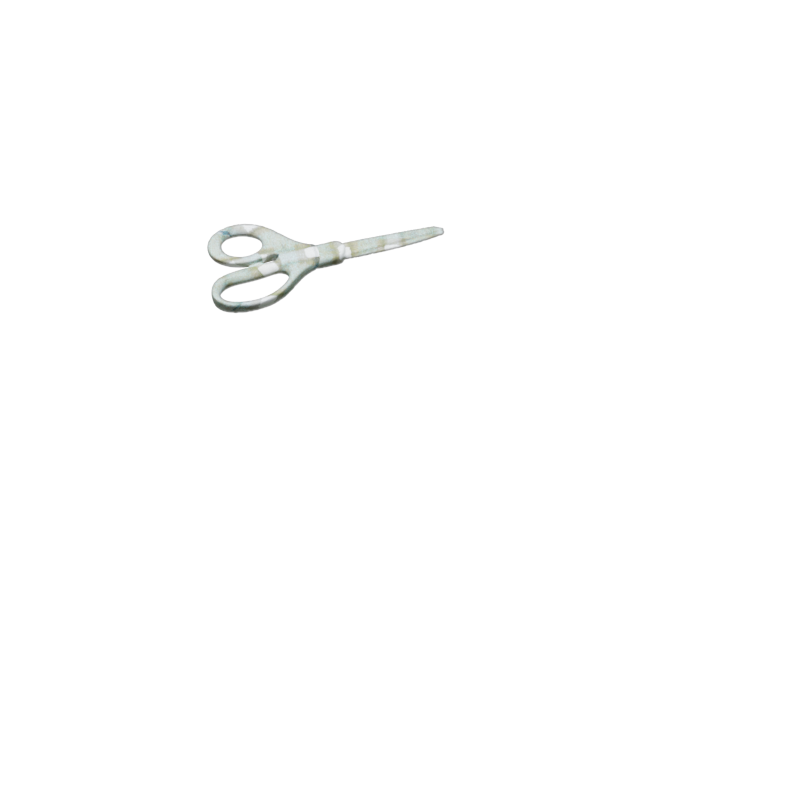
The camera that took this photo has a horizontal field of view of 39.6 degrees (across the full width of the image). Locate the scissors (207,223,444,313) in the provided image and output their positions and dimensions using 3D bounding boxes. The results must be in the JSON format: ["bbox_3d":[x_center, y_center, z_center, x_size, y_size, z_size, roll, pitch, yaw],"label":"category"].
[{"bbox_3d":[-0.073,-0.132,0.926,0.201,0.103,0.015,-27,-34,-20],"label":"scissors"}]
